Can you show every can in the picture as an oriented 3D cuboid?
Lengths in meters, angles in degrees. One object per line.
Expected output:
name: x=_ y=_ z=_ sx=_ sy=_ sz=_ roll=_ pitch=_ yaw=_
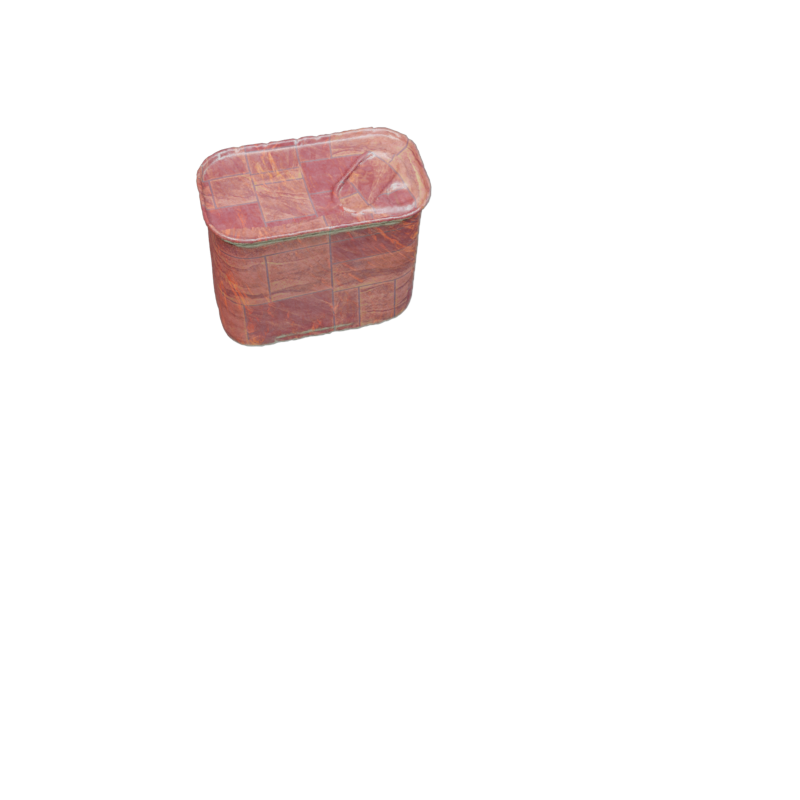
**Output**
can: x=-0.041 y=-0.074 z=0.521 sx=0.101 sy=0.062 sz=0.078 roll=-10 pitch=-35 yaw=-9
